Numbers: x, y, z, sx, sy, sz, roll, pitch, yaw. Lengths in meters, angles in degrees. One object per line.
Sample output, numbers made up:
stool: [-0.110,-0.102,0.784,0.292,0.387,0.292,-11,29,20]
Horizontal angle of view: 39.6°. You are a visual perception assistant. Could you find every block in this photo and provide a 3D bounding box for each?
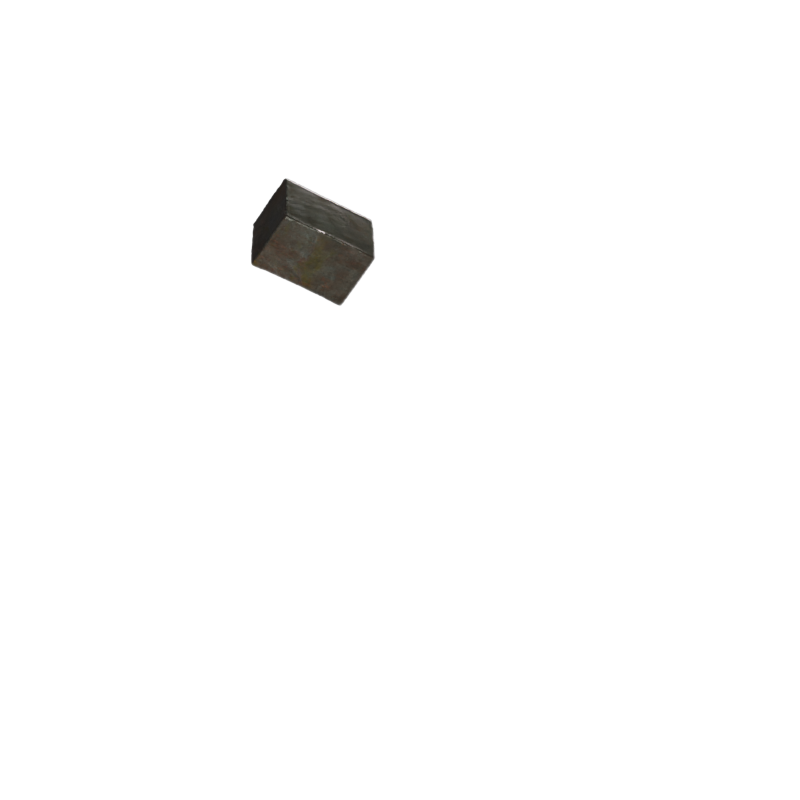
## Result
block: [-0.064,-0.117,0.821,0.075,0.051,0.055,25,34,-20]
